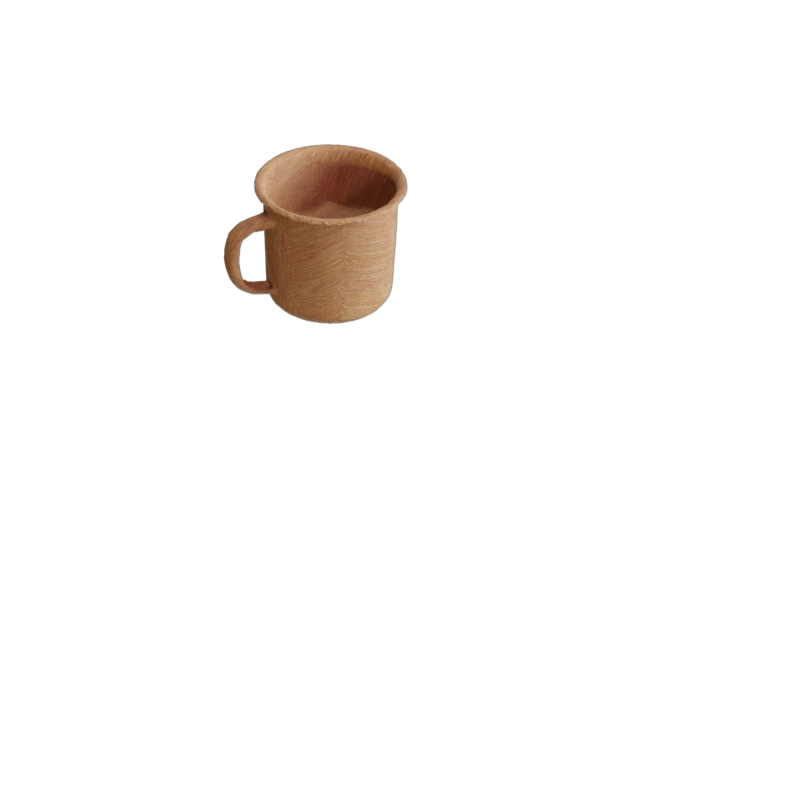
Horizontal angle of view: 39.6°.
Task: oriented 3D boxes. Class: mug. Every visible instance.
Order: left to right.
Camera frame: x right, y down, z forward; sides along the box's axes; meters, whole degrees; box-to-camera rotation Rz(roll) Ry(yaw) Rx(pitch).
[{"bbox_3d":[-0.054,-0.098,0.686,0.116,0.076,0.101,-21,43,-25],"label":"mug"}]
